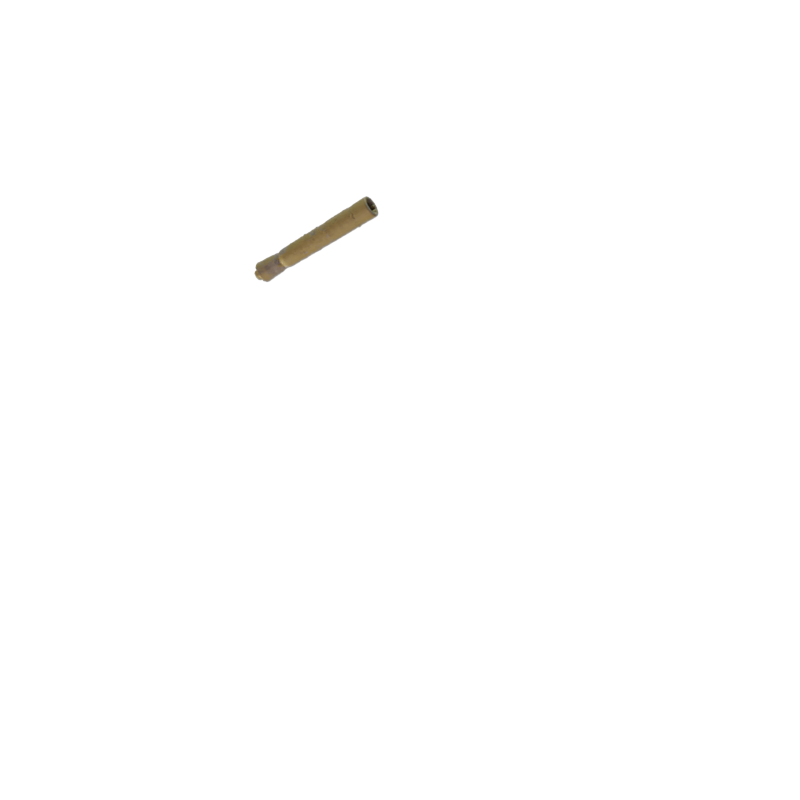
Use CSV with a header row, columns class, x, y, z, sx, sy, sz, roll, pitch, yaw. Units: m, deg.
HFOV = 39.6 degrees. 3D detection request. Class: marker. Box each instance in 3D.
class,x,y,z,sx,sy,sz,roll,pitch,yaw
marker,-0.072,-0.131,0.916,0.121,0.020,0.019,-28,-8,24
